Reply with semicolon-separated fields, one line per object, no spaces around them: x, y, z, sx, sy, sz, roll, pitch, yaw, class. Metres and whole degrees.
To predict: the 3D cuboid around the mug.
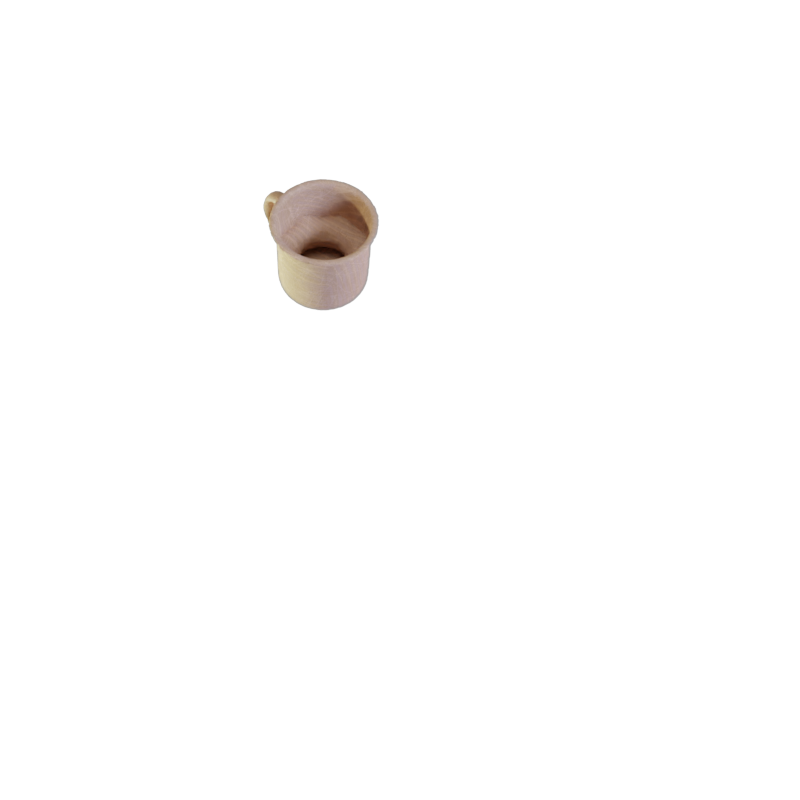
-0.076;-0.139;0.975;0.123;0.095;0.076;36;-27;21;mug
